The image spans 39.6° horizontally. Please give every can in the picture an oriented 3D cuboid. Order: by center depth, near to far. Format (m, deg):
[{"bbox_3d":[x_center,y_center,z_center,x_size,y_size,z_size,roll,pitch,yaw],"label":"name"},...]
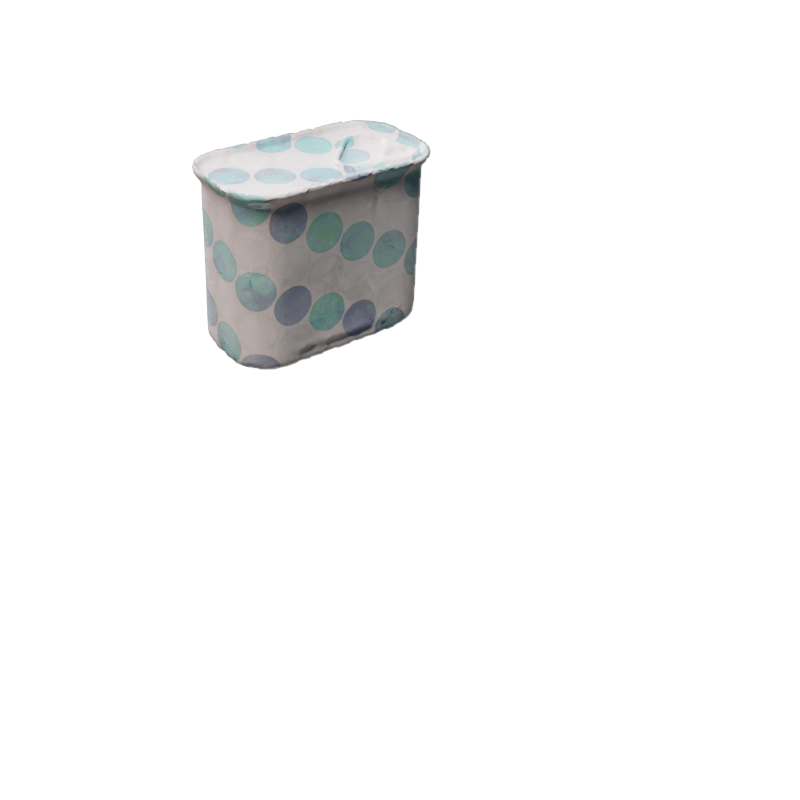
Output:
[{"bbox_3d":[-0.039,-0.070,0.493,0.101,0.079,0.062,-20,36,-31],"label":"can"}]
